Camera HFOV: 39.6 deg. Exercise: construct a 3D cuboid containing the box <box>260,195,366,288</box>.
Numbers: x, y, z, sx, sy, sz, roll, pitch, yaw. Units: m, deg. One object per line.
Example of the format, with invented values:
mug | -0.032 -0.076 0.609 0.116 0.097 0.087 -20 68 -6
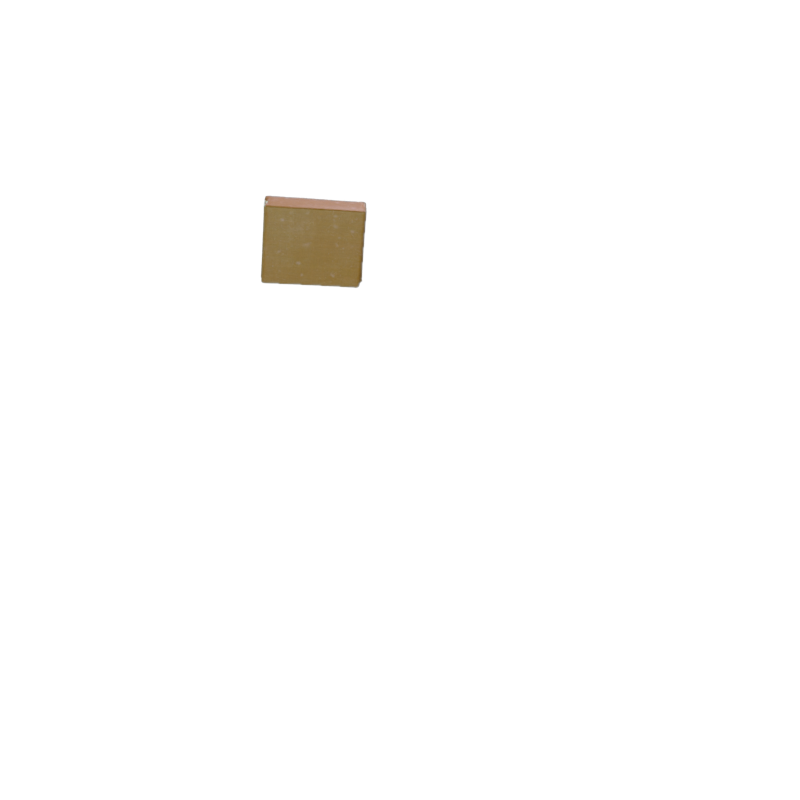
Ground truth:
box | -0.076 -0.138 0.968 0.089 0.070 0.032 3 24 -2
